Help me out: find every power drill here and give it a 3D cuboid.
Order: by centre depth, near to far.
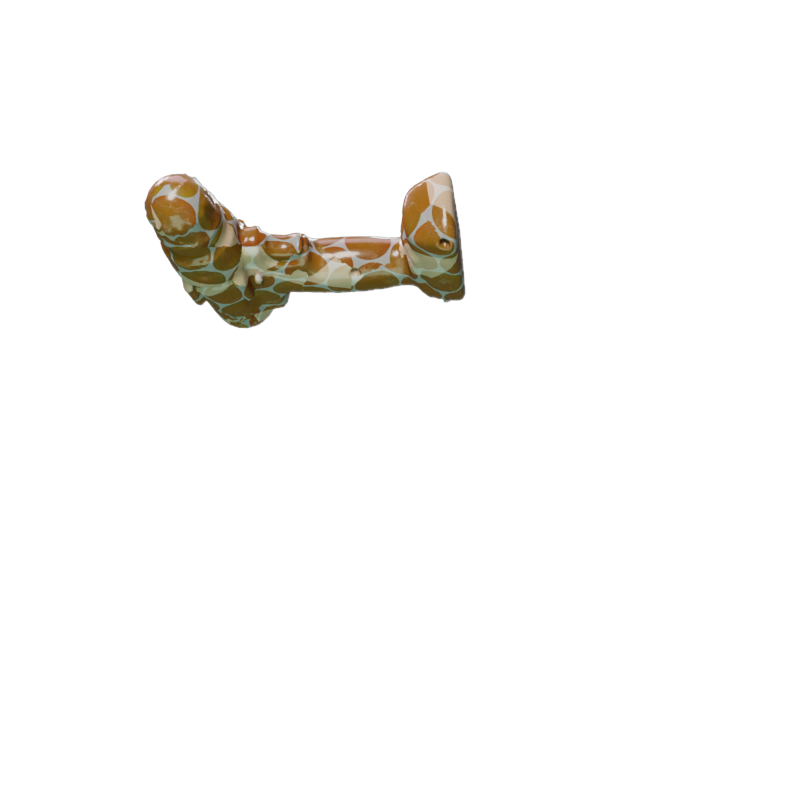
[{"bbox_3d":[-0.056,-0.102,0.716,0.190,0.060,0.174,-3,-17,10],"label":"power drill"}]
